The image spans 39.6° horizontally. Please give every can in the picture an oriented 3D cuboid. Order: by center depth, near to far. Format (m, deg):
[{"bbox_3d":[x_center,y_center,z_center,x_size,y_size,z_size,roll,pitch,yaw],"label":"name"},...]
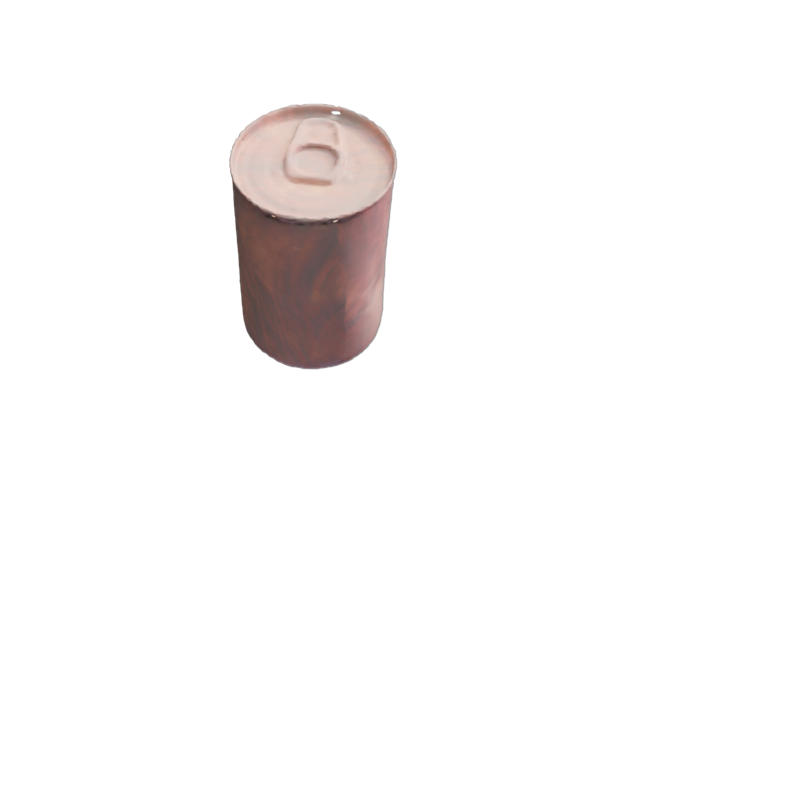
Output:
[{"bbox_3d":[-0.038,-0.069,0.484,0.068,0.073,0.095,0,-37,-3],"label":"can"}]
